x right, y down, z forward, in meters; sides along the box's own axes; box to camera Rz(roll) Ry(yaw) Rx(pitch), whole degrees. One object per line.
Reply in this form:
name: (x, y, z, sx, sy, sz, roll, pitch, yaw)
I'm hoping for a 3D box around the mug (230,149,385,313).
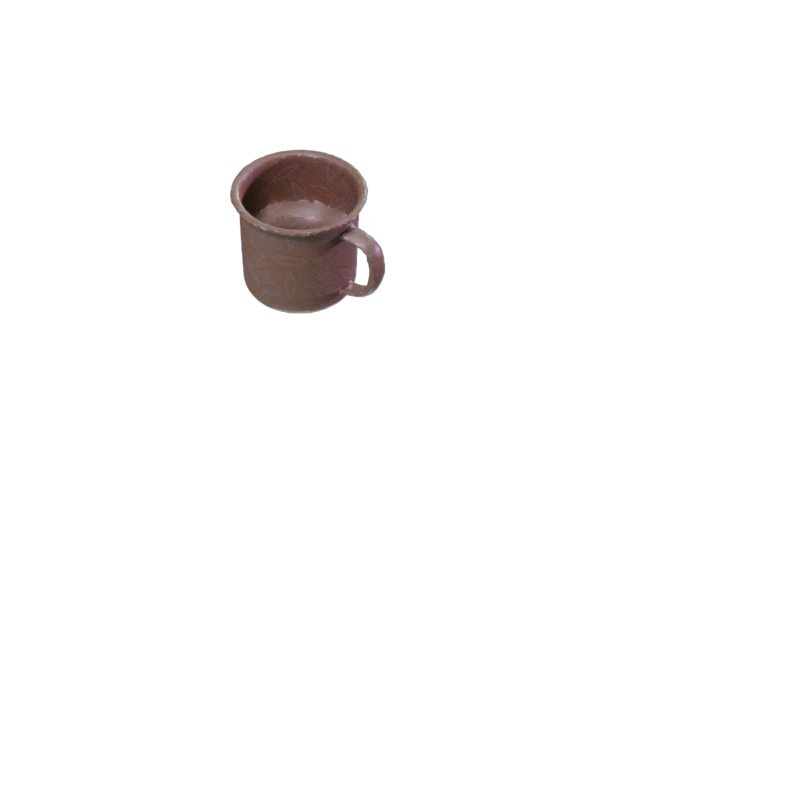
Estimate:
mug: (-0.060, -0.110, 0.767, 0.123, 0.076, 0.095, 27, 50, 24)
